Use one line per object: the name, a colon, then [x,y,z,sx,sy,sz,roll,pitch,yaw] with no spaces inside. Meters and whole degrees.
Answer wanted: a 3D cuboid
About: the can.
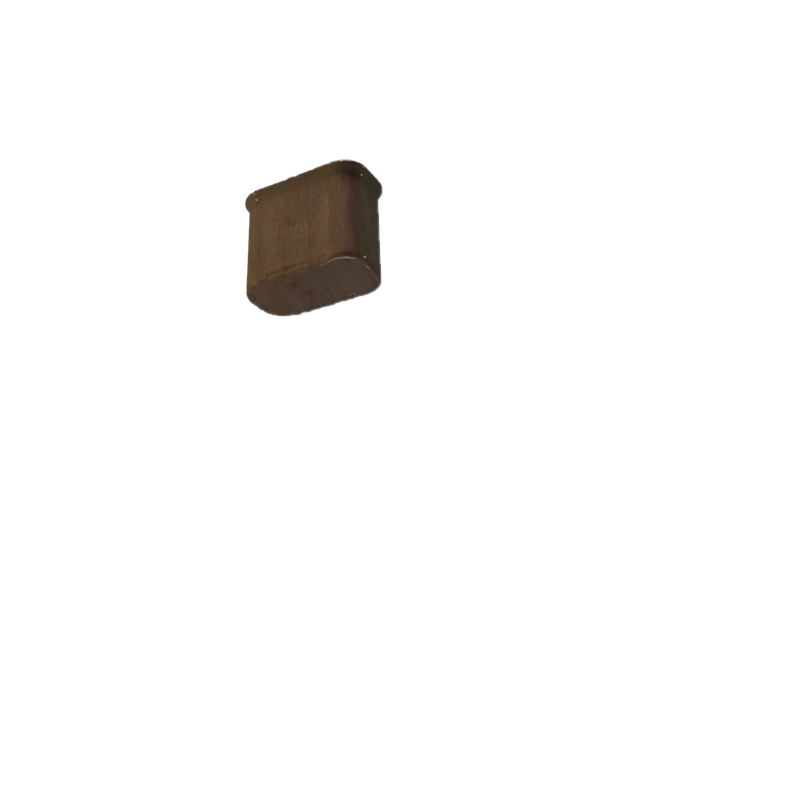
can: [-0.063,-0.115,0.803,0.103,0.089,0.053,-16,-34,24]
